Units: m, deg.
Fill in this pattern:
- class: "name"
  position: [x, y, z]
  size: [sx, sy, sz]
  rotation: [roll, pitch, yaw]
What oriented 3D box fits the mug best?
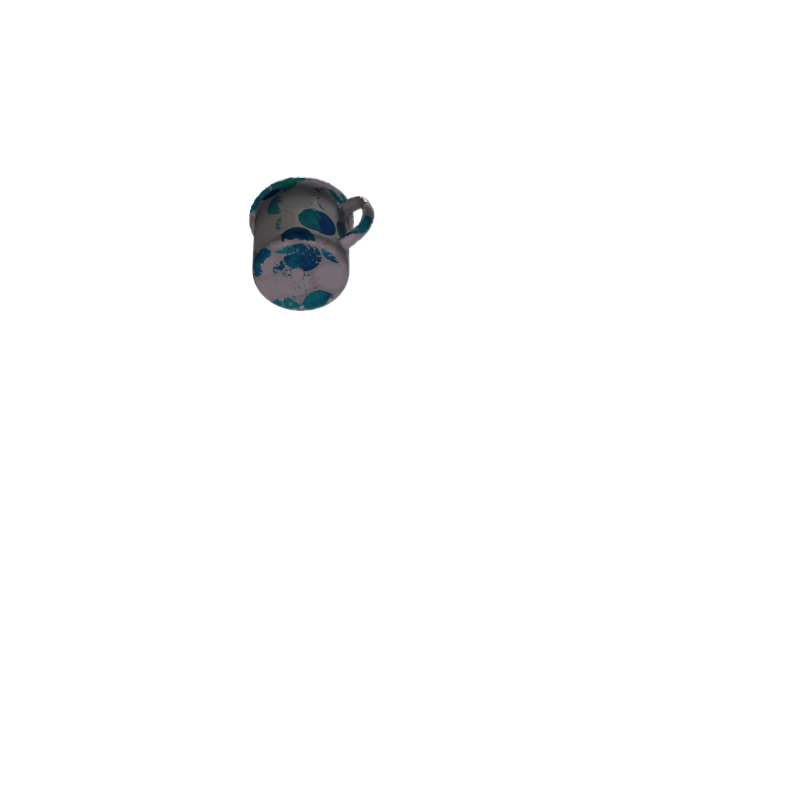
- class: "mug"
  position: [-0.074, -0.135, 0.944]
  size: [0.117, 0.086, 0.087]
  rotation: [-22, 38, 17]
